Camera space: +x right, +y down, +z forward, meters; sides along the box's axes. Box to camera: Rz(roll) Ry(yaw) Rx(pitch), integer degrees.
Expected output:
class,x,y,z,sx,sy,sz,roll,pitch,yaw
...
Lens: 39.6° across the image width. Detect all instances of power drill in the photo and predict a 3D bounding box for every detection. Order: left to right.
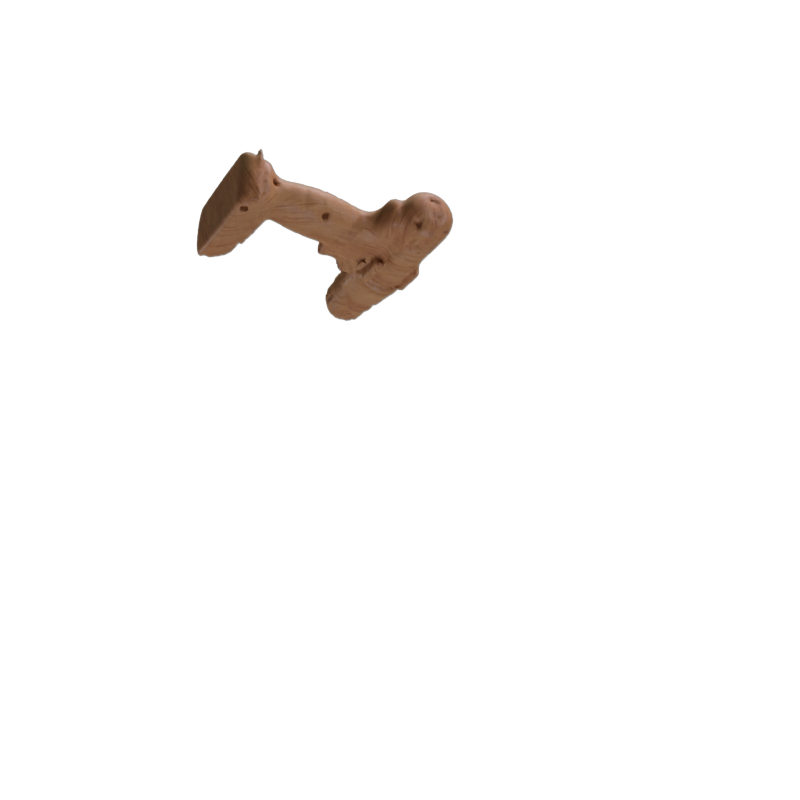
class,x,y,z,sx,sy,sz,roll,pitch,yaw
power drill,-0.074,-0.135,0.948,0.180,0.061,0.180,14,-32,-24
